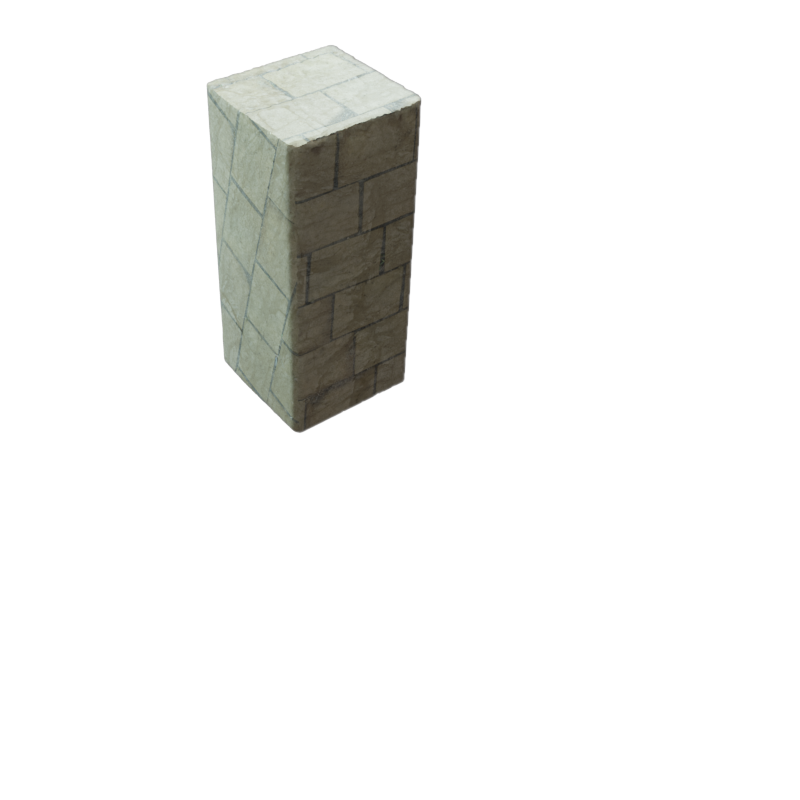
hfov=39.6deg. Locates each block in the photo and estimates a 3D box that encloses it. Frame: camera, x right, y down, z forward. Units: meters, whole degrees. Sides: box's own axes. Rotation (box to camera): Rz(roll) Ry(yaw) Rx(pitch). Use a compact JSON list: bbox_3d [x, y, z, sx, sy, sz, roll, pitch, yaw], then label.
[{"bbox_3d":[-0.052,-0.096,0.672,0.090,0.193,0.097,-24,45,-29],"label":"block"}]
